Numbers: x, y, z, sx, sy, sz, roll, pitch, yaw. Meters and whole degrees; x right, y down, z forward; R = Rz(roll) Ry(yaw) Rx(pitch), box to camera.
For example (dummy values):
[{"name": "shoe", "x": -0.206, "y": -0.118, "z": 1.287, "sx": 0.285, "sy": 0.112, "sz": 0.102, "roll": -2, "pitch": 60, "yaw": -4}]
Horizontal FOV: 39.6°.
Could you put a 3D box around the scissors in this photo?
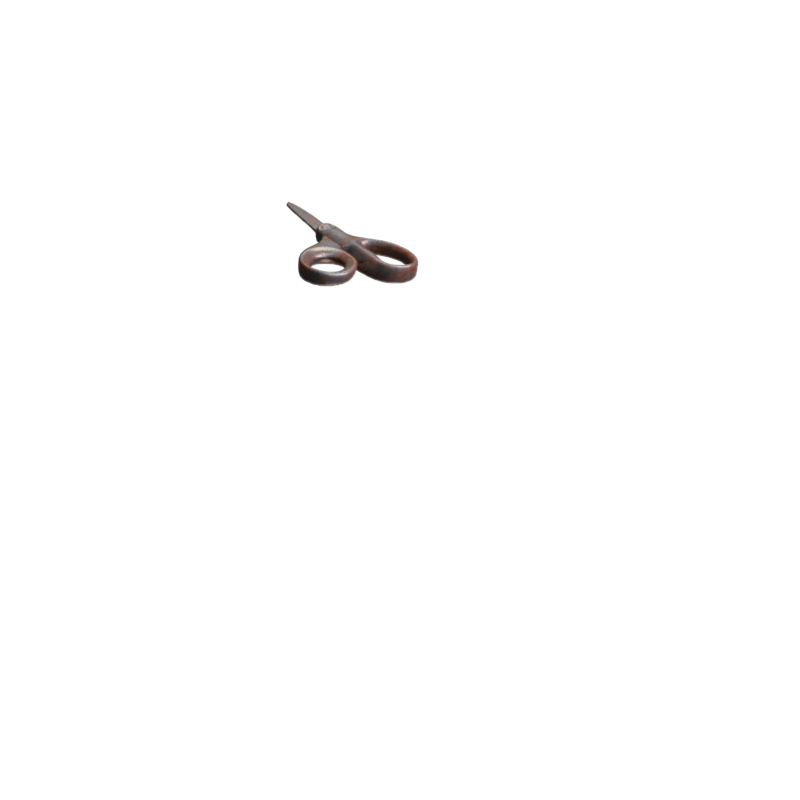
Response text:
[{"name": "scissors", "x": -0.068, "y": -0.125, "z": 0.873, "sx": 0.094, "sy": 0.015, "sz": 0.215, "roll": -18, "pitch": 30, "yaw": -33}]
